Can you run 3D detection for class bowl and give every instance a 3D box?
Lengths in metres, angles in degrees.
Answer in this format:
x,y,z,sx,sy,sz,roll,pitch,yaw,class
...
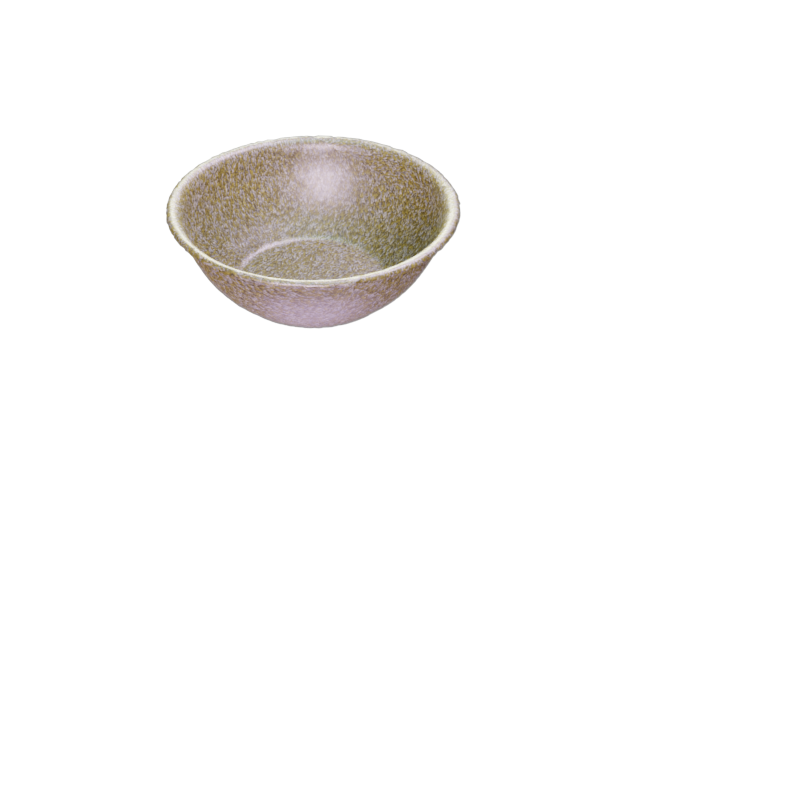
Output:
x,y,z,sx,sy,sz,roll,pitch,yaw,class
-0.049,-0.089,0.623,0.162,0.051,0.173,-1,38,-2,bowl
